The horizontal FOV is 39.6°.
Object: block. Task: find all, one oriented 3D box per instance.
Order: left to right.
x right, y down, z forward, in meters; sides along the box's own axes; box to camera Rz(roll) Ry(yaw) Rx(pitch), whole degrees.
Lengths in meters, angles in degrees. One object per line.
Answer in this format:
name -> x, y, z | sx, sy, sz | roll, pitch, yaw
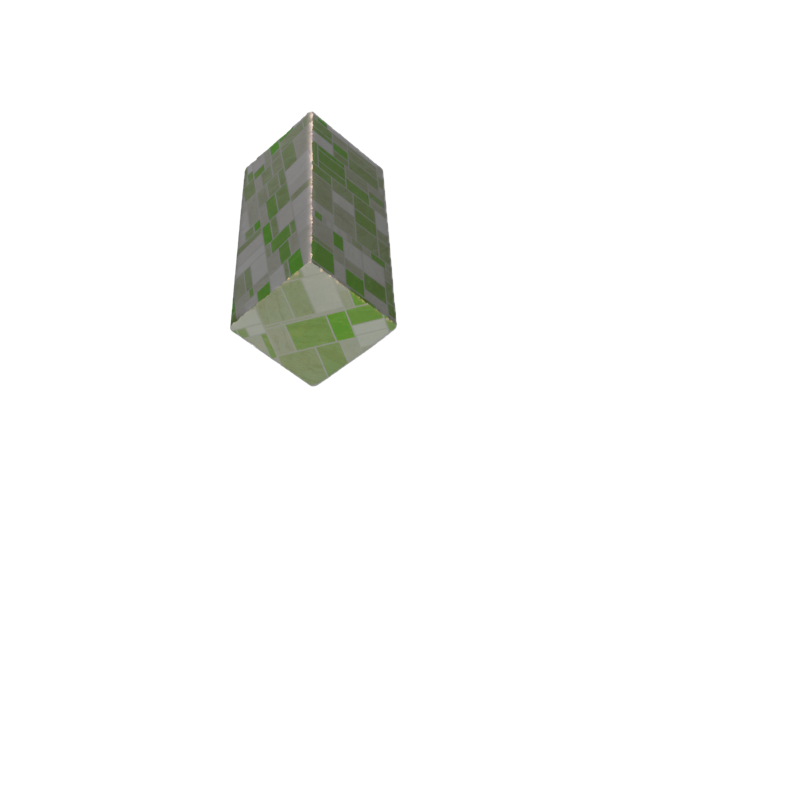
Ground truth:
block -> -0.070, -0.126, 0.885 | 0.089, 0.221, 0.085 | -37, -56, 26
